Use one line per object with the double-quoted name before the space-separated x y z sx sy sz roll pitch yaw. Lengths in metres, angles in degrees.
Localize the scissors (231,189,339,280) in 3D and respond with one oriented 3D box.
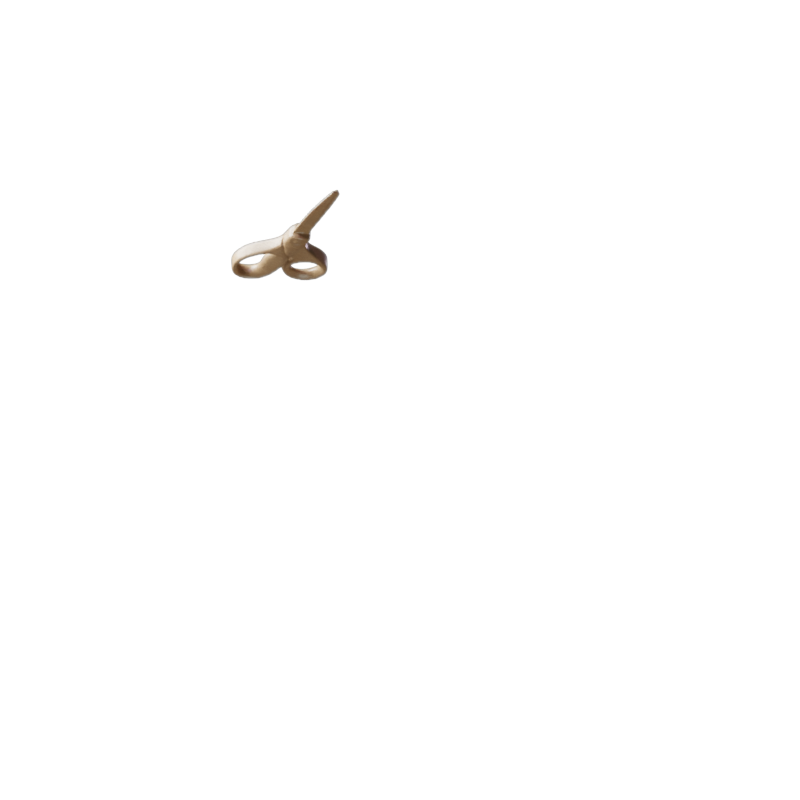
"scissors" -0.075 -0.137 0.961 0.092 0.016 0.203 10 -17 -36
